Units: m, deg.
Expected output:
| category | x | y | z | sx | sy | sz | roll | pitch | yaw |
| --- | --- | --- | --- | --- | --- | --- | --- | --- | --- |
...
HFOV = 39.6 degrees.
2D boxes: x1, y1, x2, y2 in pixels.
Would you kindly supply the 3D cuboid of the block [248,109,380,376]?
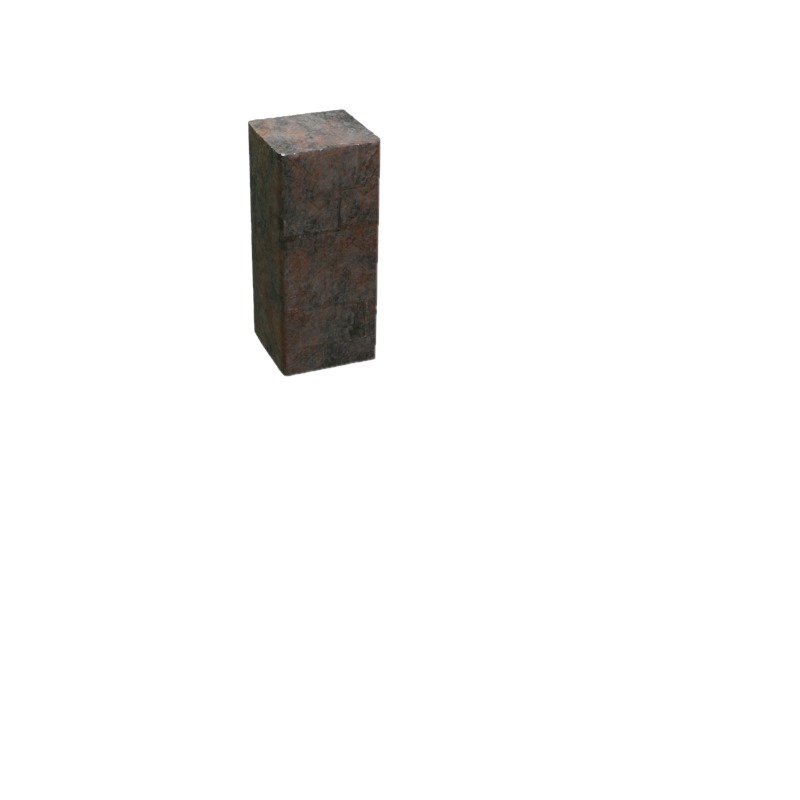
| category | x | y | z | sx | sy | sz | roll | pitch | yaw |
| --- | --- | --- | --- | --- | --- | --- | --- | --- | --- |
| block | -0.075 | -0.137 | 0.962 | 0.089 | 0.195 | 0.097 | -9 | 30 | -20 |
